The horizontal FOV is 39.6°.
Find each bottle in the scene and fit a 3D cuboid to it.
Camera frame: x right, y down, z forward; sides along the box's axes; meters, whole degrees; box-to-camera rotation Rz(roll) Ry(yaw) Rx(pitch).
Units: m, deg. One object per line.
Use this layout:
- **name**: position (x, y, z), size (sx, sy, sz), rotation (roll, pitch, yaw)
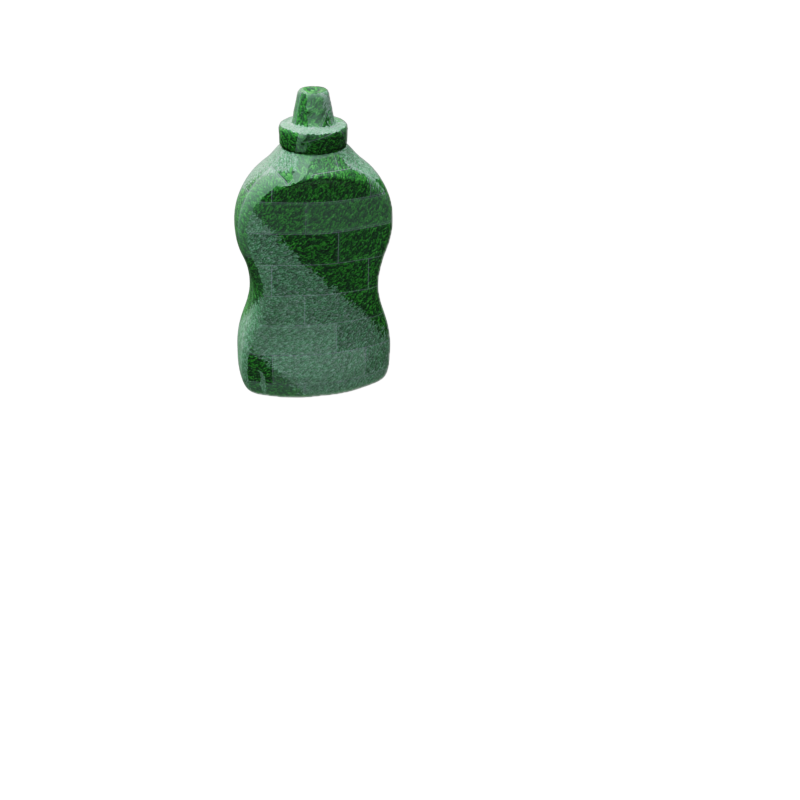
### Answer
- **bottle**: position (-0.053, -0.097, 0.680), size (0.095, 0.182, 0.062), rotation (-4, 26, -11)
